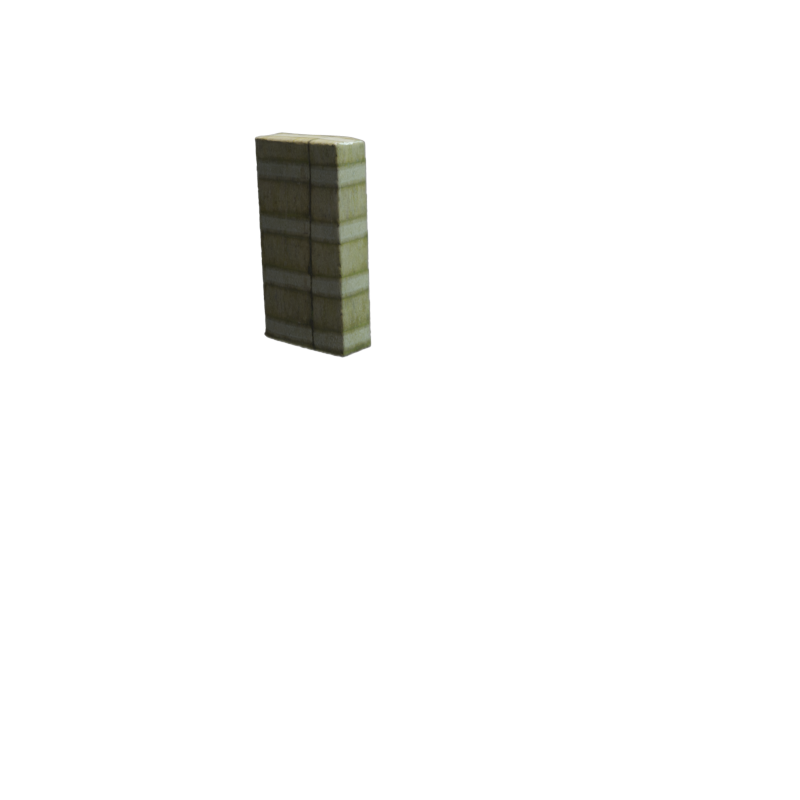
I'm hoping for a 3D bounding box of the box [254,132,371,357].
[{"bbox_3d":[-0.072,-0.132,0.922,0.098,0.171,0.047,12,16,39],"label":"box"}]
